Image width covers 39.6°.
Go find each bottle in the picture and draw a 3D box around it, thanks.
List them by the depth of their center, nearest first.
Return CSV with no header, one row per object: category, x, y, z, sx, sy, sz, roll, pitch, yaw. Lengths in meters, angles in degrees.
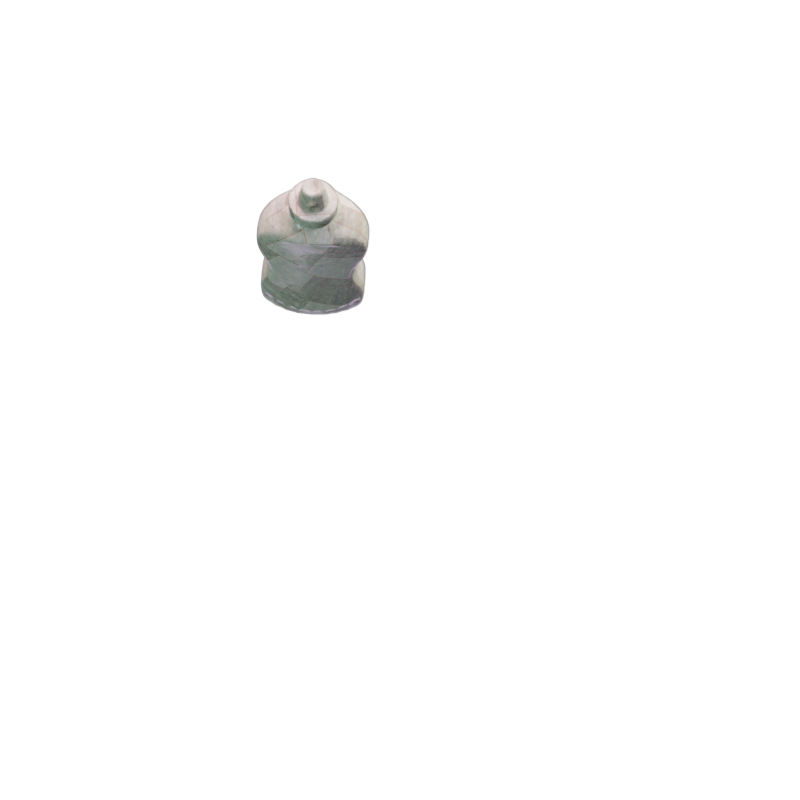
bottle,-0.075,-0.137,0.962,0.096,0.061,0.182,7,-22,-1
